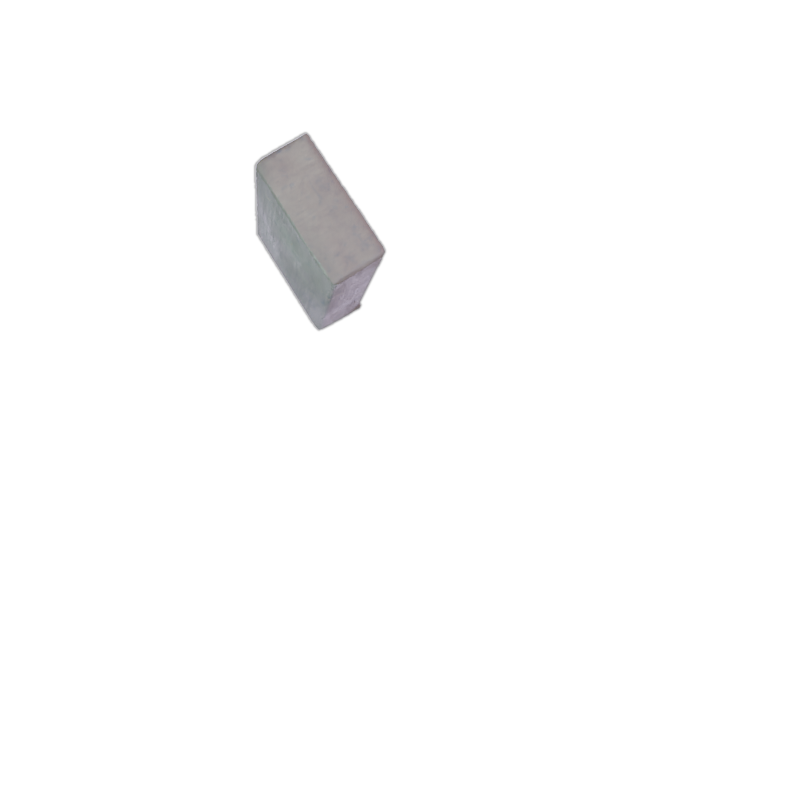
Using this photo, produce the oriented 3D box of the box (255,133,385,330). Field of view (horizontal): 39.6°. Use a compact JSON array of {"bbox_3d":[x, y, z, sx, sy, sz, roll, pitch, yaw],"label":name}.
[{"bbox_3d":[-0.059,-0.108,0.754,0.048,0.095,0.173,-32,-4,-6],"label":"box"}]
